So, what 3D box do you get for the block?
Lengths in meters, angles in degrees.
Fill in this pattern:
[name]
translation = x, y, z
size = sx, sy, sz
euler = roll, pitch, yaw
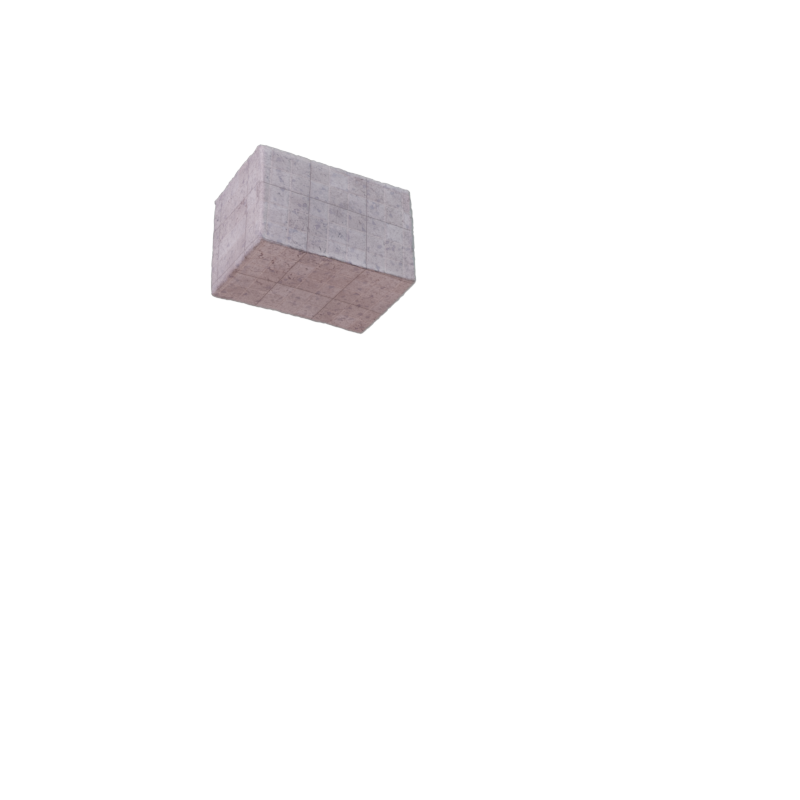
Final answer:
[block]
translation = -0.039, -0.071, 0.496
size = 0.075, 0.055, 0.052
euler = 15, -34, -25
